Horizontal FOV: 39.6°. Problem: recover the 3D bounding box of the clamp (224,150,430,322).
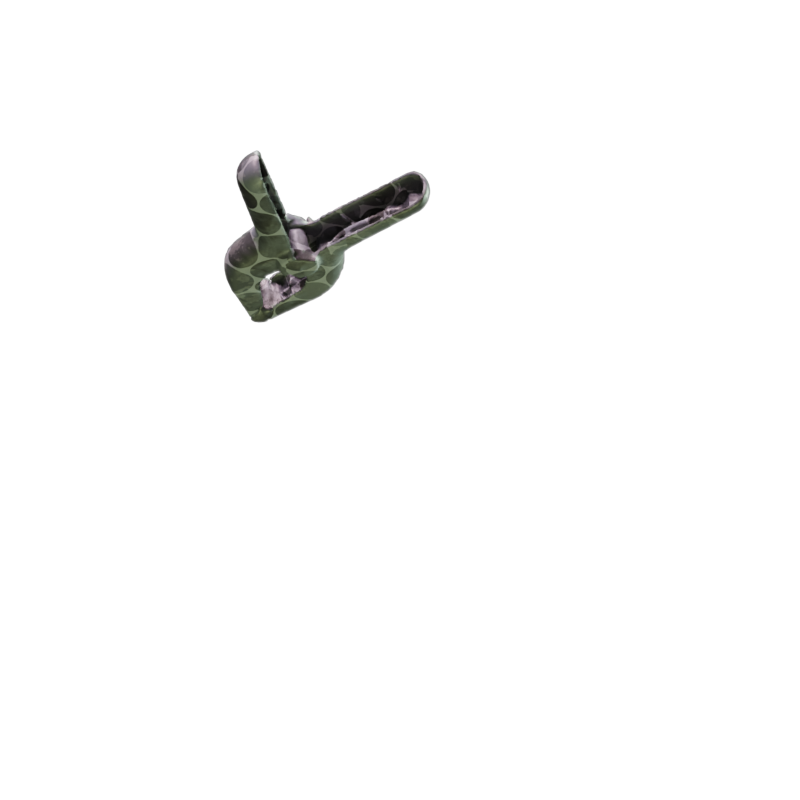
[{"bbox_3d":[-0.056,-0.102,0.712,0.118,0.042,0.165,6,-25,-13],"label":"clamp"}]
